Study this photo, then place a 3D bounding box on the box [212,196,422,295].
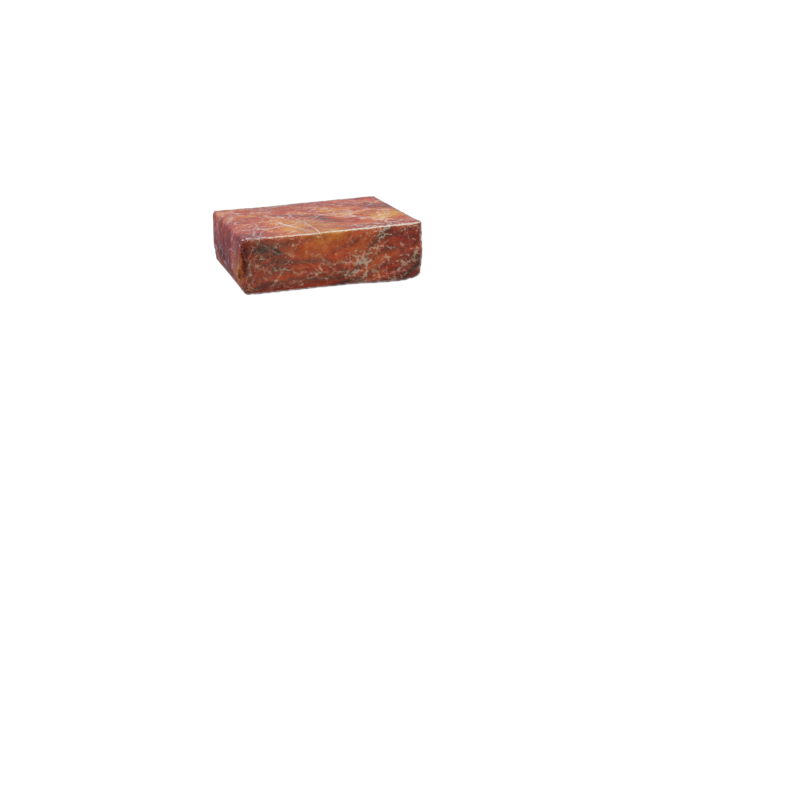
[{"bbox_3d":[-0.054,-0.098,0.689,0.111,0.037,0.095,-6,21,-17],"label":"box"}]
